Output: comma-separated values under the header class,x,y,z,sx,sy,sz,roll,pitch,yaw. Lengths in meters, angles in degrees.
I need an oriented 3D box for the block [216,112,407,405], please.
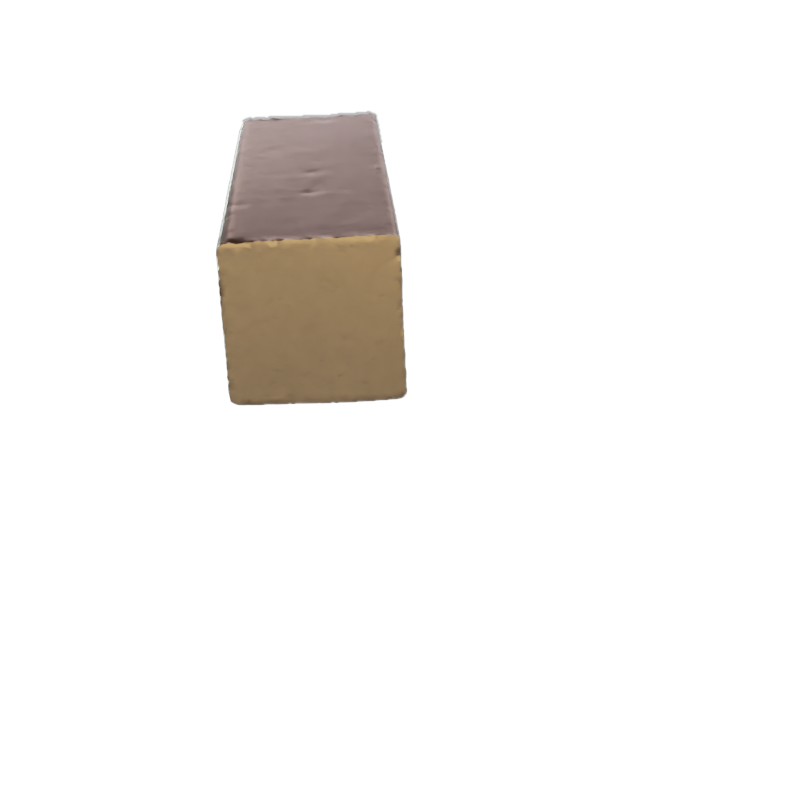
class,x,y,z,sx,sy,sz,roll,pitch,yaw
block,-0.050,-0.089,0.628,0.090,0.086,0.218,-3,29,-2
